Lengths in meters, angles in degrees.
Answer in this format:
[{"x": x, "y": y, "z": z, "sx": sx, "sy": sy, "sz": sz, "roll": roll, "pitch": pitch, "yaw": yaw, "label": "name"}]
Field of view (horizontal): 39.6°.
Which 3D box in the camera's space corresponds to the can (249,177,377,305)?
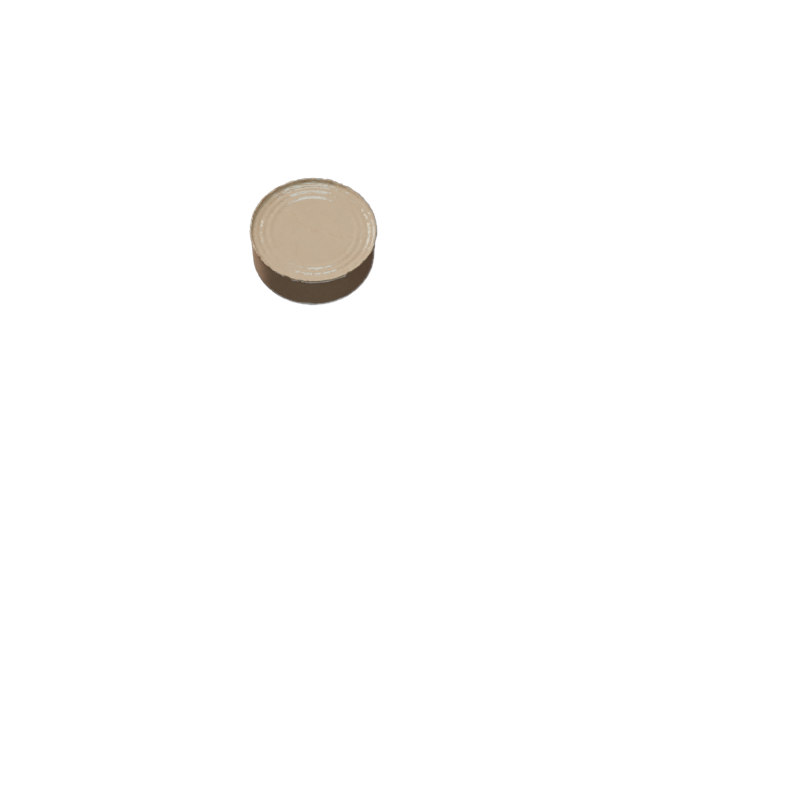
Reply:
[{"x": -0.059, "y": -0.108, "z": 0.756, "sx": 0.086, "sy": 0.092, "sz": 0.031, "roll": -1, "pitch": -32, "yaw": -1, "label": "can"}]
